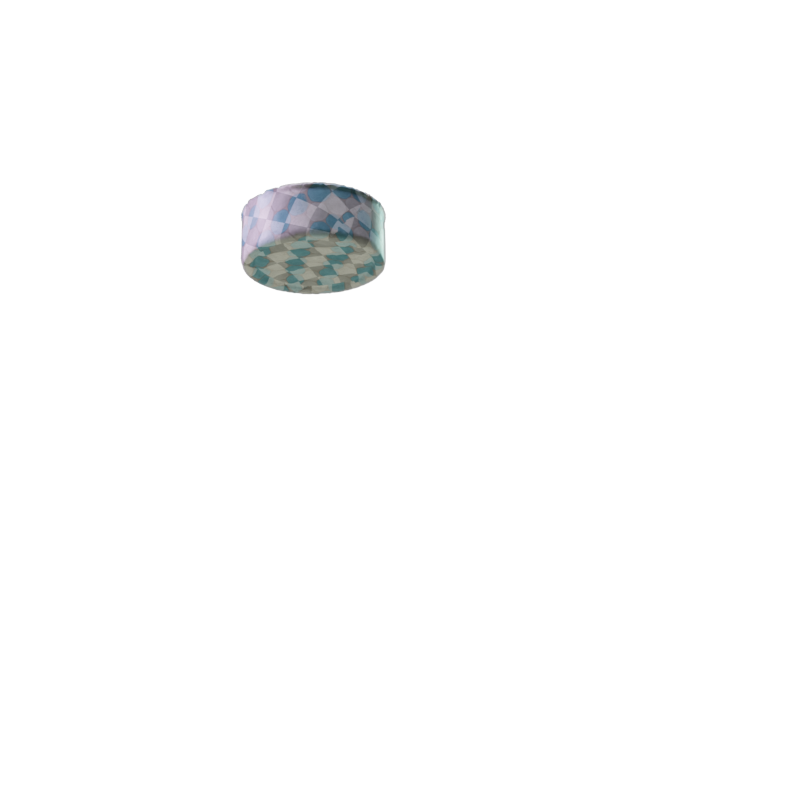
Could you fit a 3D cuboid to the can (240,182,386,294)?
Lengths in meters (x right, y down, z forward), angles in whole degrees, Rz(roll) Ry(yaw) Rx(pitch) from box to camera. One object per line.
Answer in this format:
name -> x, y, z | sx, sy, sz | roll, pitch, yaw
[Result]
can -> -0.051, -0.093, 0.651 | 0.086, 0.035, 0.082 | 0, -19, -2
